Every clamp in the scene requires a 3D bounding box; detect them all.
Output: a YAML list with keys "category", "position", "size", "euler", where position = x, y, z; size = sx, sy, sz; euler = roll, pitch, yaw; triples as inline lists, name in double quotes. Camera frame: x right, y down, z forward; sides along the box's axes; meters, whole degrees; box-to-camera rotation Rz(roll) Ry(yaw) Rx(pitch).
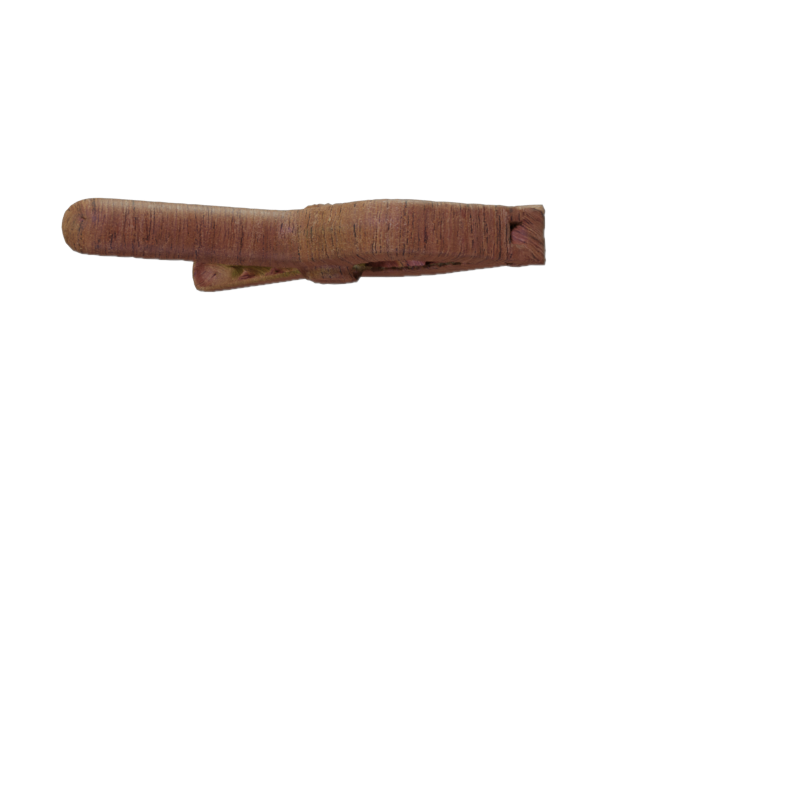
- category: "clamp"
  position: [-0.041, -0.075, 0.522]
  size: [0.215, 0.037, 0.159]
  euler: [0, -1, 21]
